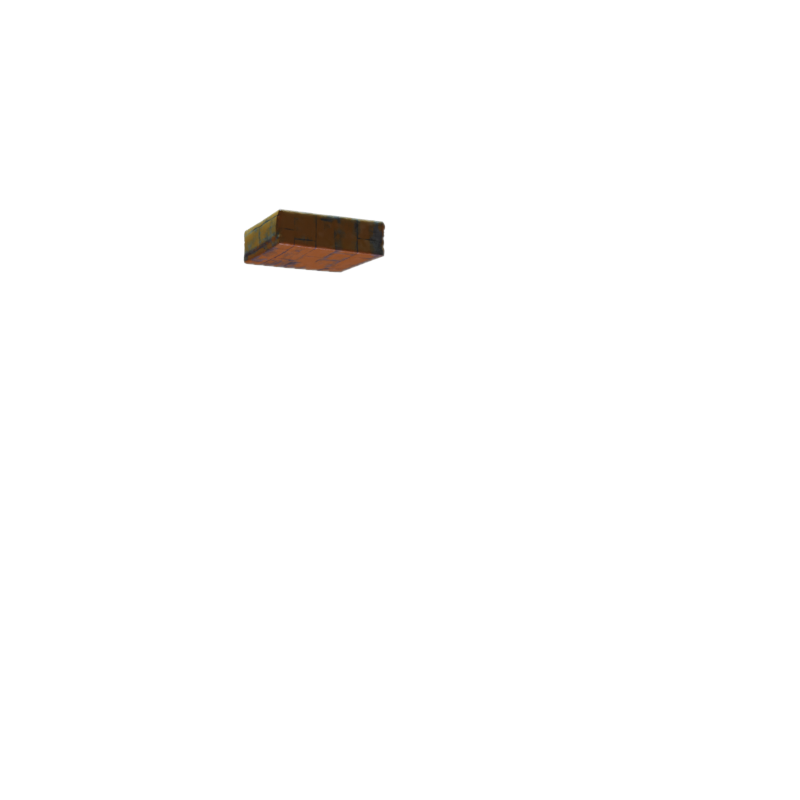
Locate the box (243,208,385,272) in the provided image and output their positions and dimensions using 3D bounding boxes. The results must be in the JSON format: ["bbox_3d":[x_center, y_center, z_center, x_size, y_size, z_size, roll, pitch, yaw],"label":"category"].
[{"bbox_3d":[-0.066,-0.121,0.851,0.086,0.031,0.074,3,-7,-26],"label":"box"}]
